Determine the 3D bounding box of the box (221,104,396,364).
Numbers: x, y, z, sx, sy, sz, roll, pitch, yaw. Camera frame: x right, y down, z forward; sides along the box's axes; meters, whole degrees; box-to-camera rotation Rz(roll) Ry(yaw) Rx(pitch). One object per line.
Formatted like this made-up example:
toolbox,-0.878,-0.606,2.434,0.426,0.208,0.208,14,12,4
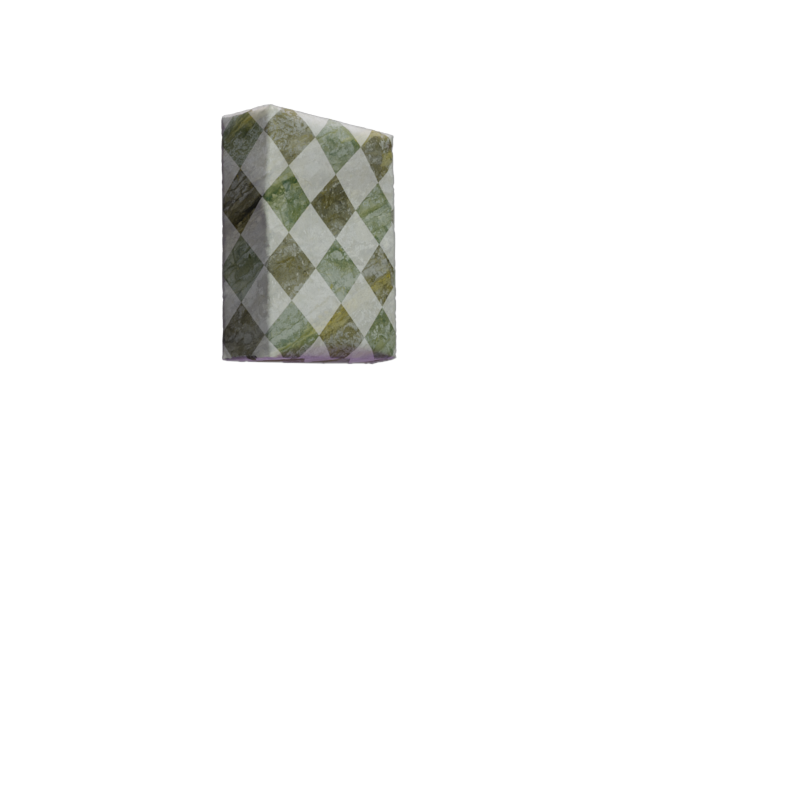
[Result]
box,-0.077,-0.140,0.981,0.074,0.217,0.157,-6,-8,42
